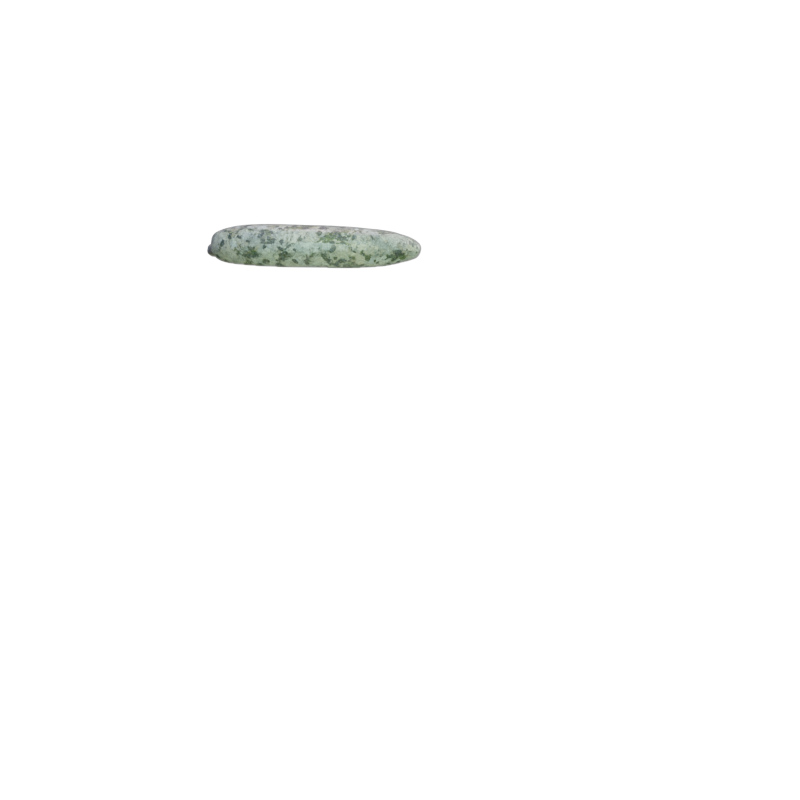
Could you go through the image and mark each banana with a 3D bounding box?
[{"bbox_3d":[-0.084,-0.136,0.966,0.201,0.036,0.070,4,14,13],"label":"banana"}]
